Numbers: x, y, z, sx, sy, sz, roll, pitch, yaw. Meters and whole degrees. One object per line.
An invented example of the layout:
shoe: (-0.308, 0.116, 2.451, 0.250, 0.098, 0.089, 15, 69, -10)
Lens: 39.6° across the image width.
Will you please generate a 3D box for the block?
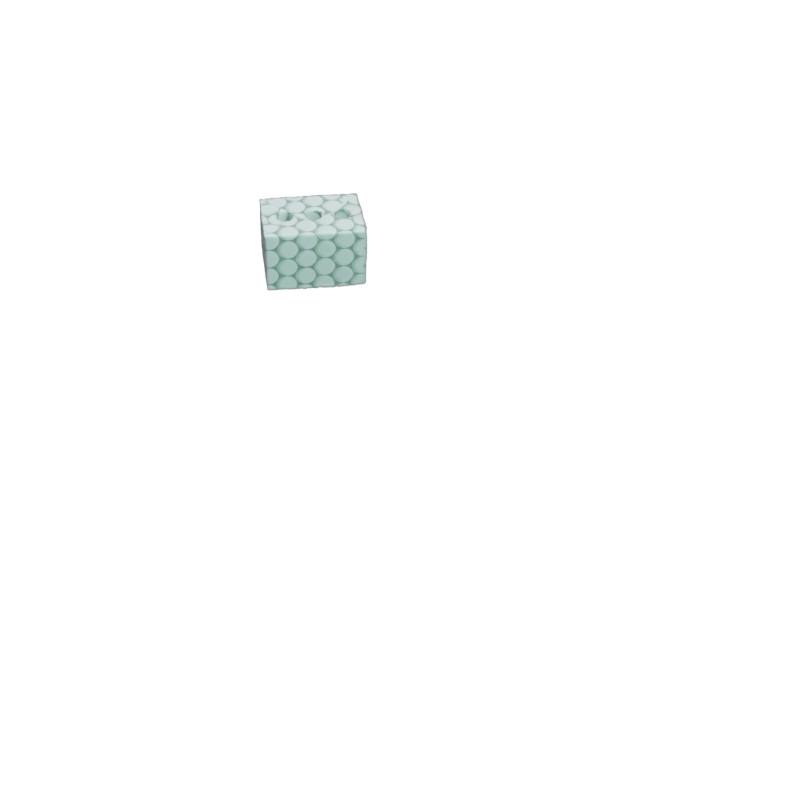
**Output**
block: (-0.066, -0.120, 0.840, 0.077, 0.048, 0.057, -4, 39, -7)
